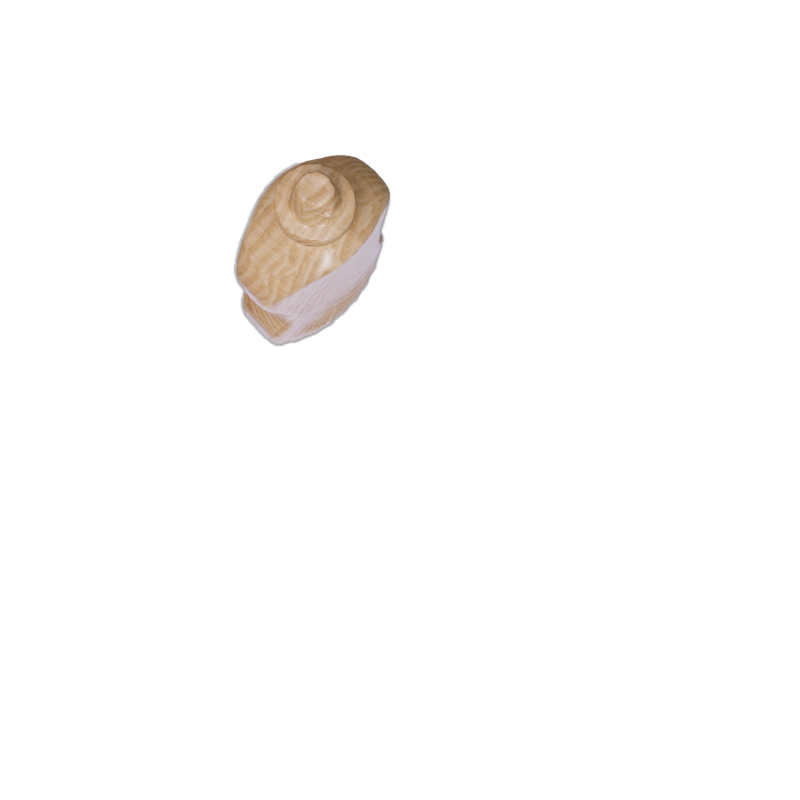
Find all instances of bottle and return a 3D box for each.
[{"bbox_3d":[-0.048,-0.088,0.618,0.097,0.060,0.186,-42,-4,-9],"label":"bottle"}]
